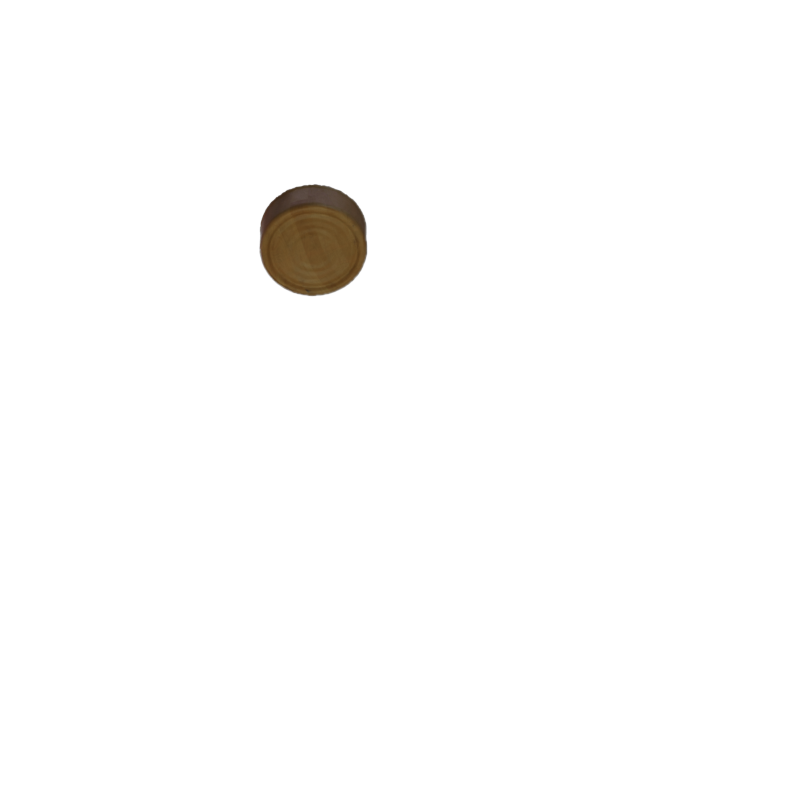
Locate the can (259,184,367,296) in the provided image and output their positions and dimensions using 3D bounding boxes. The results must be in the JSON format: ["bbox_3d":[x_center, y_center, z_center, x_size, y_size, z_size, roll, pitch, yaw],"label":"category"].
[{"bbox_3d":[-0.068,-0.125,0.875,0.086,0.080,0.036,1,34,-1],"label":"can"}]
